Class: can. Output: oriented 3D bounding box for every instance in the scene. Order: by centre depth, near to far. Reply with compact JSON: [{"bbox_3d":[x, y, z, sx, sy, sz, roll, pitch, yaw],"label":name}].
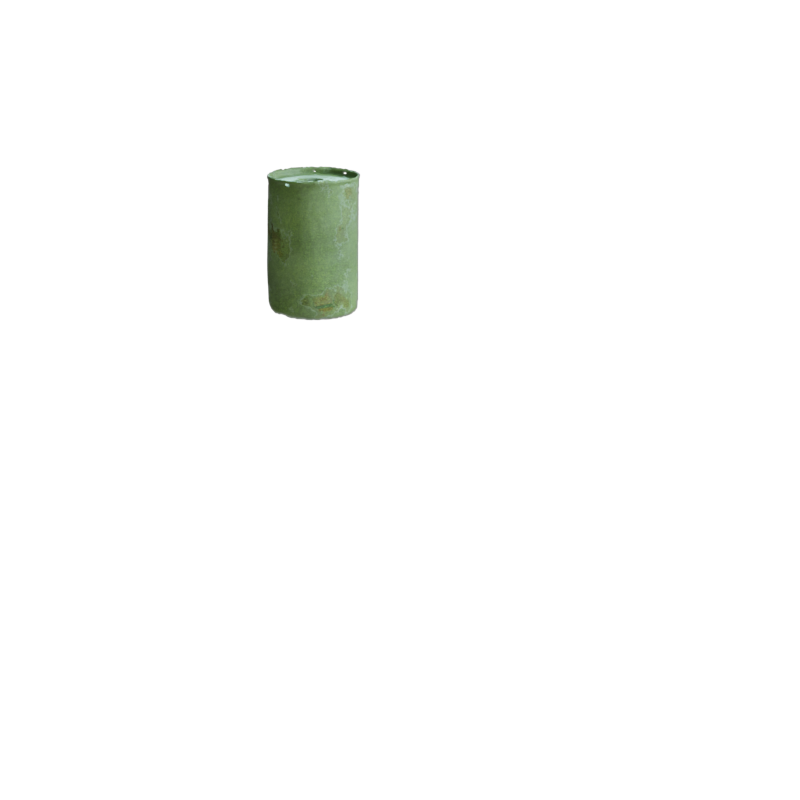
[{"bbox_3d":[-0.064,-0.117,0.819,0.068,0.099,0.071,0,15,-2],"label":"can"}]
